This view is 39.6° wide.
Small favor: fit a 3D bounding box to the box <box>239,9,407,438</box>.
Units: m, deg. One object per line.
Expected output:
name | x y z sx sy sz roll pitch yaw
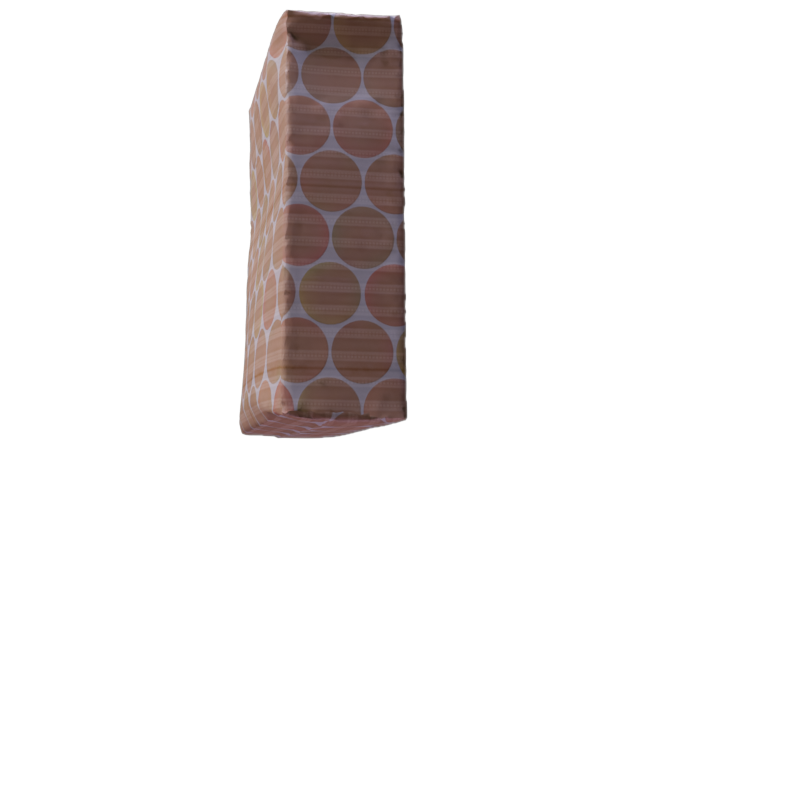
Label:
box | -0.049 -0.090 0.629 0.071 0.220 0.163 2 -10 -14
